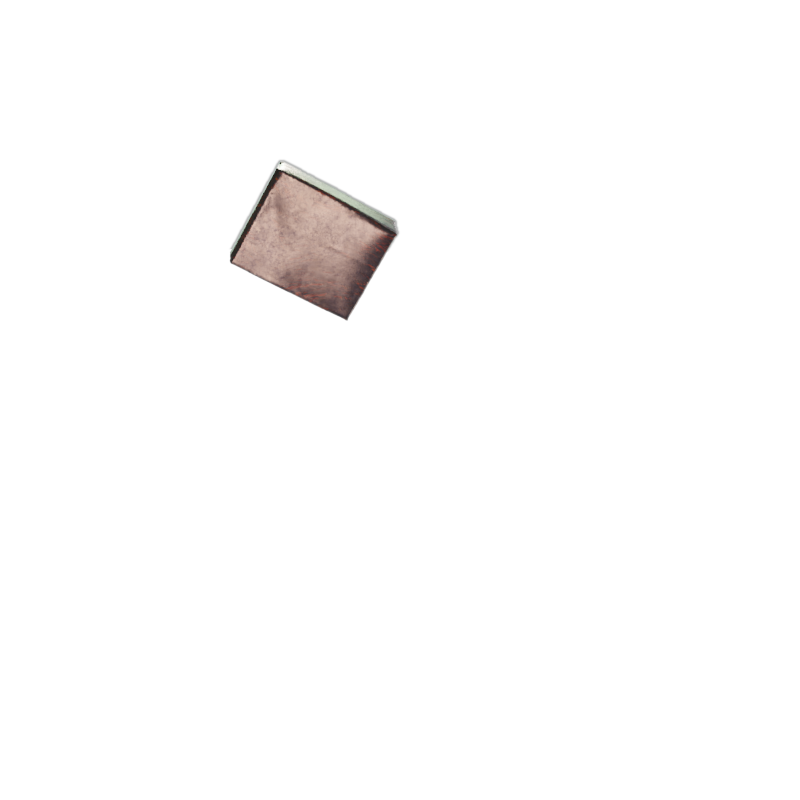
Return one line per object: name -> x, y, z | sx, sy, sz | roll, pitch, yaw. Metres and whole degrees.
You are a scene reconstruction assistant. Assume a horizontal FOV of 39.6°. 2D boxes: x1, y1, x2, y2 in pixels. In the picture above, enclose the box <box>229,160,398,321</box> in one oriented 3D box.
box -> -0.071, -0.130, 0.910 | 0.111, 0.088, 0.040 | 28, 16, -9
